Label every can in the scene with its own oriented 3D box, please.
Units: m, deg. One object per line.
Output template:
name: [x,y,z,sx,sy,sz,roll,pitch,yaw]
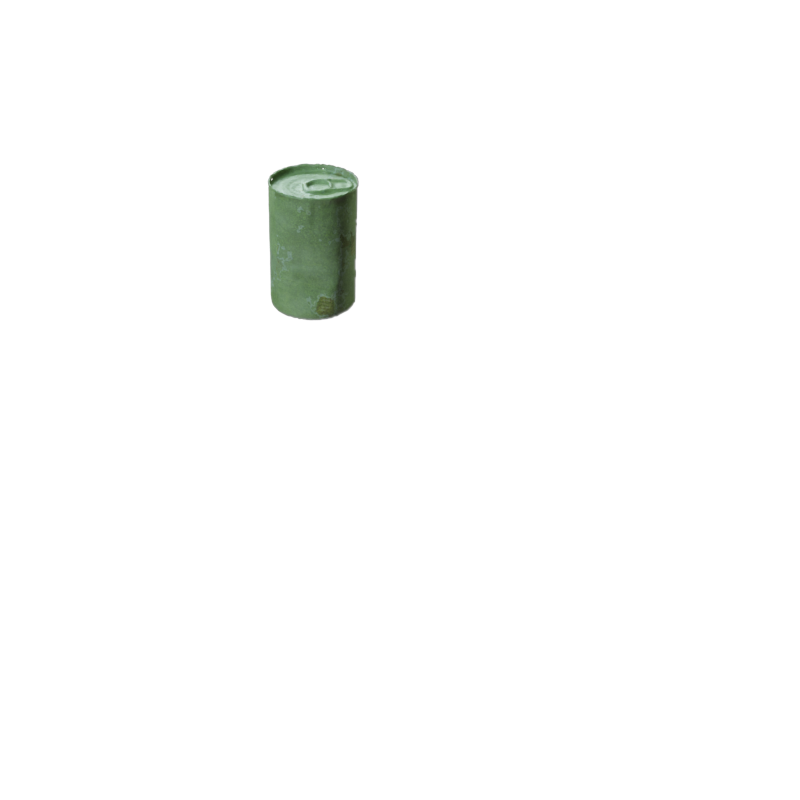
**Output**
can: [-0.066,-0.121,0.846,0.068,0.096,0.073,0,29,-2]
